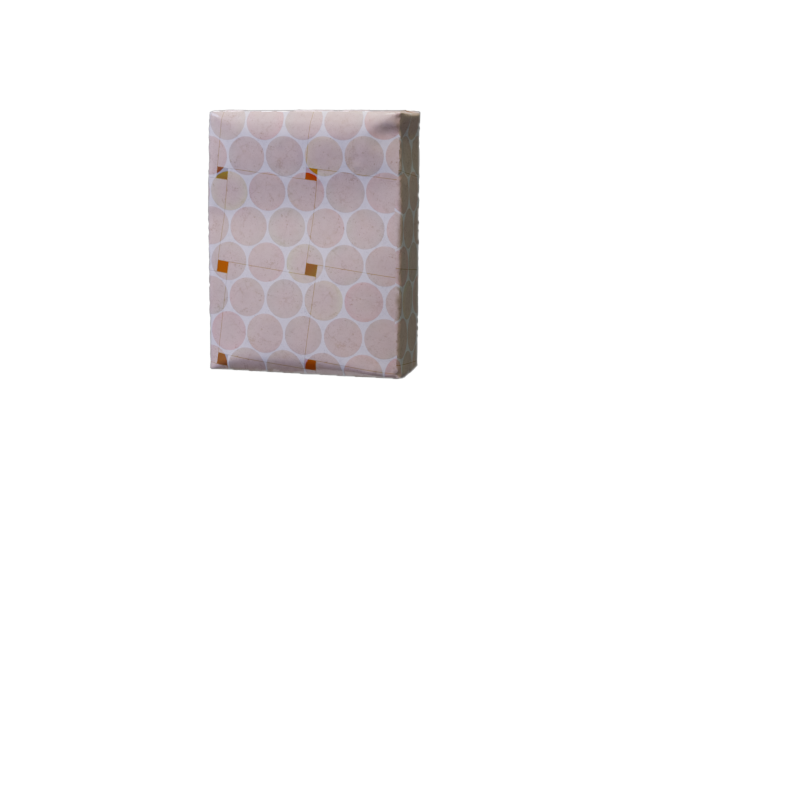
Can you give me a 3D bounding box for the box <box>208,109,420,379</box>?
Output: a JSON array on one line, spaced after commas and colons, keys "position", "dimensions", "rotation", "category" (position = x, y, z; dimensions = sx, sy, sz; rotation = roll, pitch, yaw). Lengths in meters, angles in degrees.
[{"position": [-0.071, -0.129, 0.902], "dimensions": [0.168, 0.210, 0.071], "rotation": [3, 8, 16], "category": "box"}]
